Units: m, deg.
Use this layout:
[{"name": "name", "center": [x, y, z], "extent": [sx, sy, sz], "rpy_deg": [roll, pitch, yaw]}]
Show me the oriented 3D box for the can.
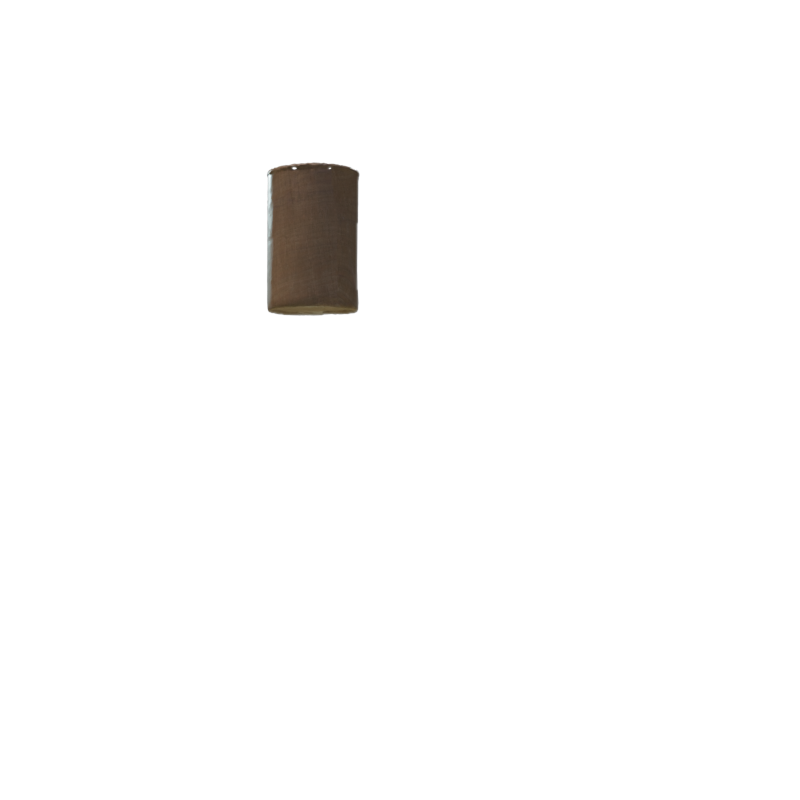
[{"name": "can", "center": [-0.063, -0.115, 0.804], "extent": [0.068, 0.104, 0.067], "rpy_deg": [0, -7, -2]}]
